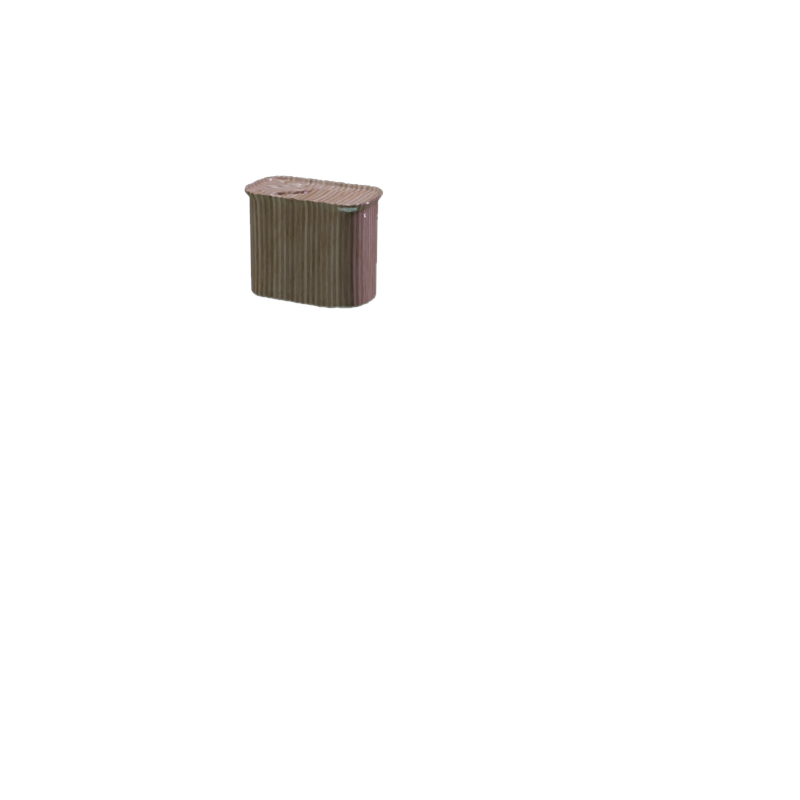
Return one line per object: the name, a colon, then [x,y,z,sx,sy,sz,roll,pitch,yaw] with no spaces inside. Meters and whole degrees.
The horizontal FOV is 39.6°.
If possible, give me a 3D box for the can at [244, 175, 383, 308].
can: [-0.066,-0.120,0.842,0.106,0.080,0.058,11,23,23]
